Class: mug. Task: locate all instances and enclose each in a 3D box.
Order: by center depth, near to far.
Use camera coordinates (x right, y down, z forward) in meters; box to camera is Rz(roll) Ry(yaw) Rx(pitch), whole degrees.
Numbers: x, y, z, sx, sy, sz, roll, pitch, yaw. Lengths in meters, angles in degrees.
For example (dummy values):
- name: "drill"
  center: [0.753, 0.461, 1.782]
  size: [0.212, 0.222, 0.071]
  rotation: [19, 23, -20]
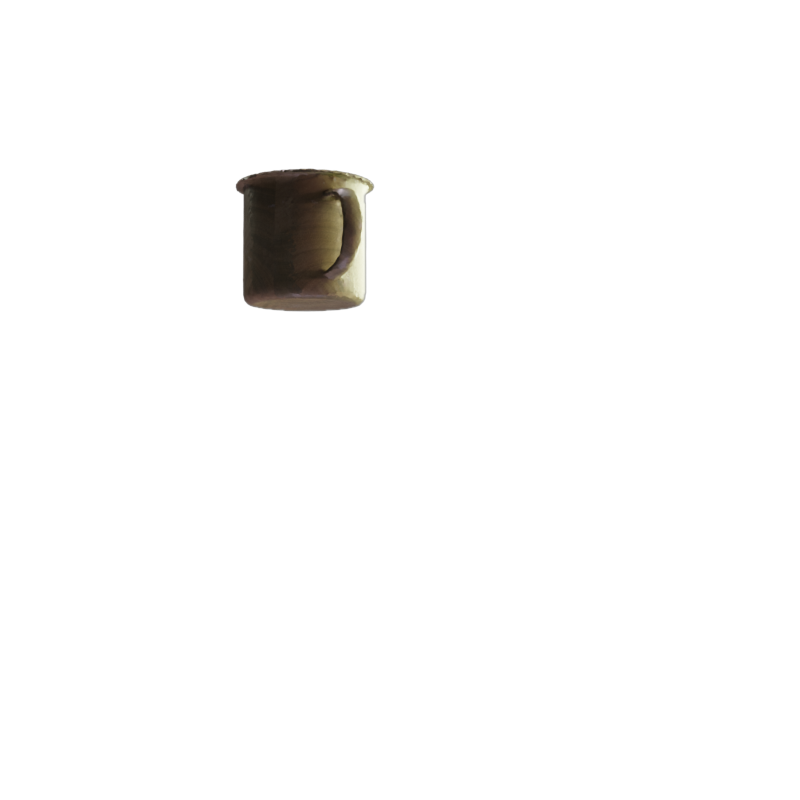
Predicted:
- name: "mug"
  center: [-0.057, -0.104, 0.726]
  size: [0.090, 0.083, 0.120]
  rotation: [3, -6, -32]
